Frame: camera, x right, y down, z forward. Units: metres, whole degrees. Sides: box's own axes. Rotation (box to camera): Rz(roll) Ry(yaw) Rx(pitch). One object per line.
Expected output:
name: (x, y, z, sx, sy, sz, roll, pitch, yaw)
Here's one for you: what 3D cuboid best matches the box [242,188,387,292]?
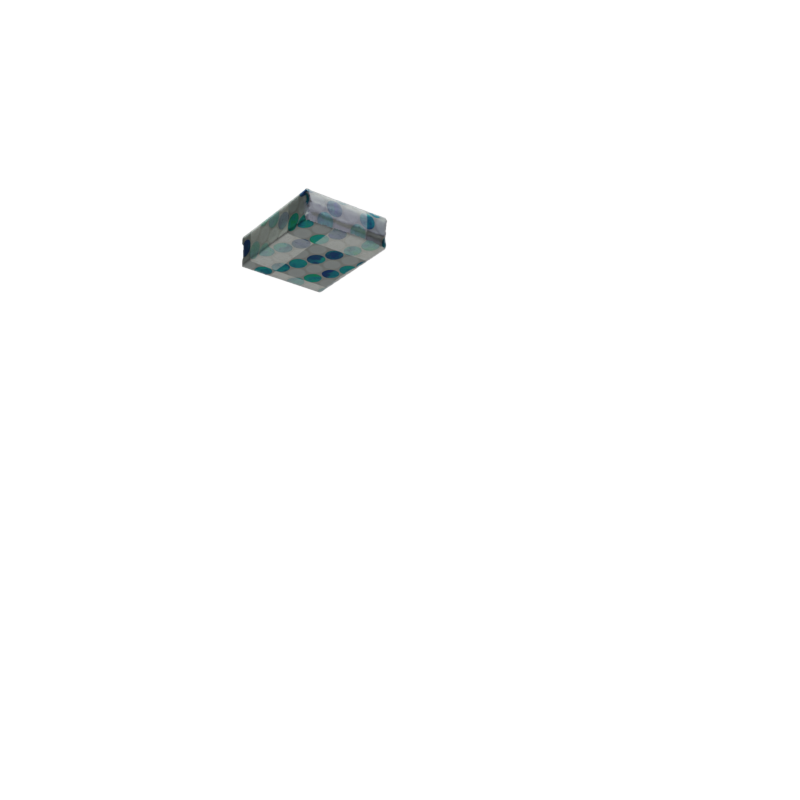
box: (-0.065, -0.118, 0.825, 0.069, 0.032, 0.089, 17, -29, -33)
